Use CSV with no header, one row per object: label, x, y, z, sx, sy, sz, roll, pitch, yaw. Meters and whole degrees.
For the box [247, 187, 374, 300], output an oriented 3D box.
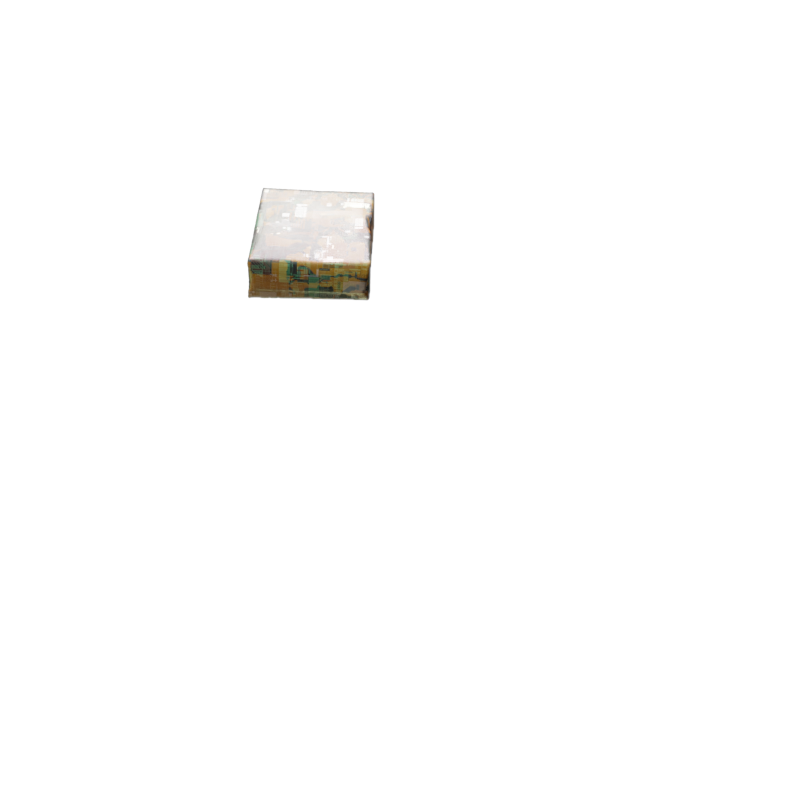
box,-0.054,-0.098,0.685,0.073,0.028,0.095,2,37,2
